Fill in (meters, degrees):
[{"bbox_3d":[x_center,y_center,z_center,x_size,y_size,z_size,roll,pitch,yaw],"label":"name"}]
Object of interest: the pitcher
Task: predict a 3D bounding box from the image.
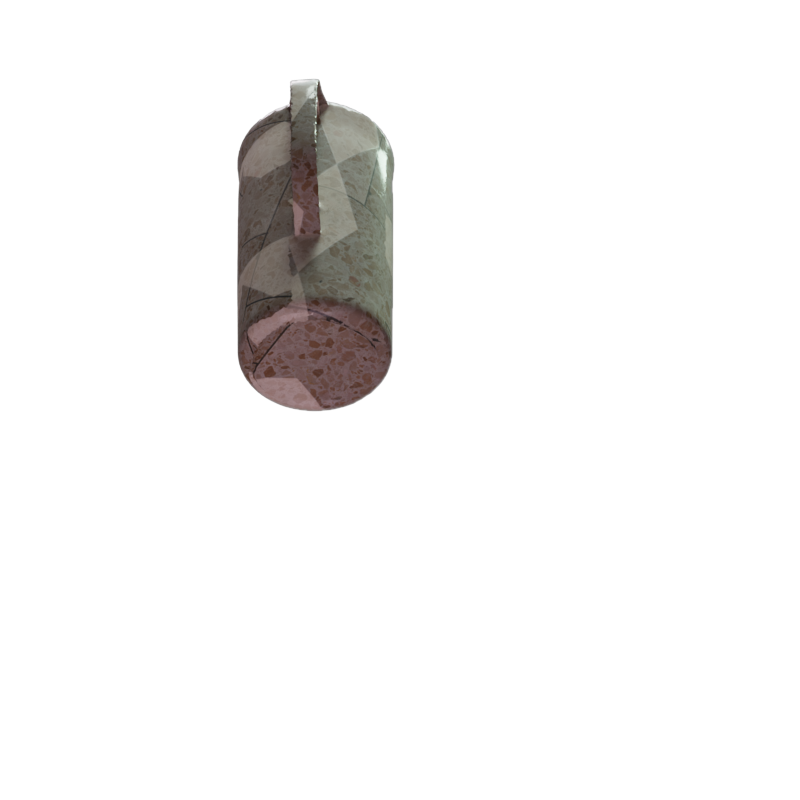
[{"bbox_3d":[-0.066,-0.121,0.848,0.141,0.261,0.143,33,-56,-29],"label":"pitcher"}]
